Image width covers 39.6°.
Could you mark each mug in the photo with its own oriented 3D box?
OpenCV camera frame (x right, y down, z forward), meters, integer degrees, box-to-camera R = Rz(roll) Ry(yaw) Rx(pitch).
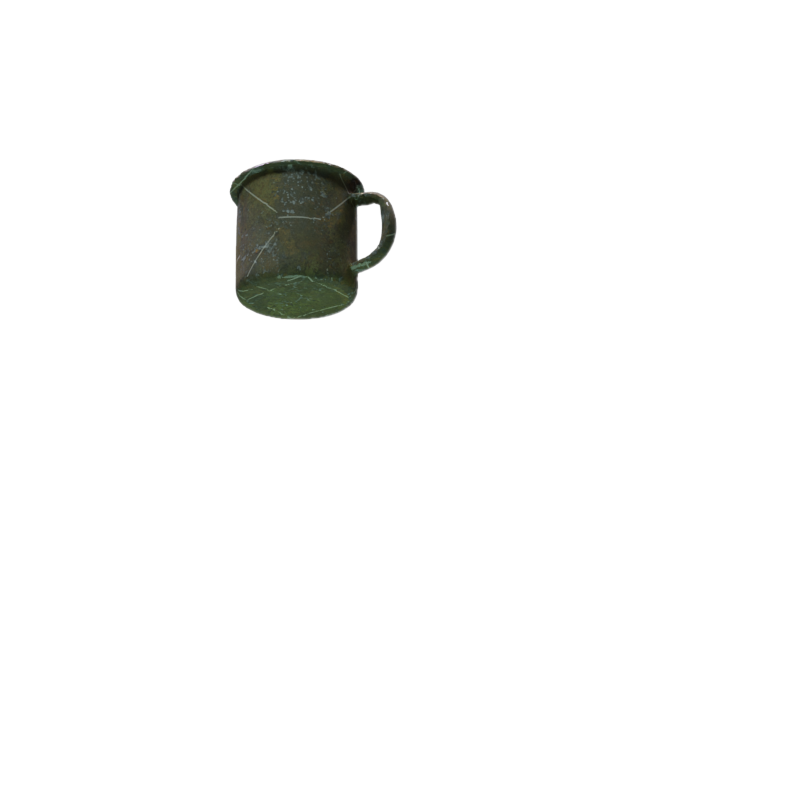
[{"bbox_3d":[-0.058,-0.106,0.744,0.119,0.086,0.087,-7,-22,18],"label":"mug"}]
